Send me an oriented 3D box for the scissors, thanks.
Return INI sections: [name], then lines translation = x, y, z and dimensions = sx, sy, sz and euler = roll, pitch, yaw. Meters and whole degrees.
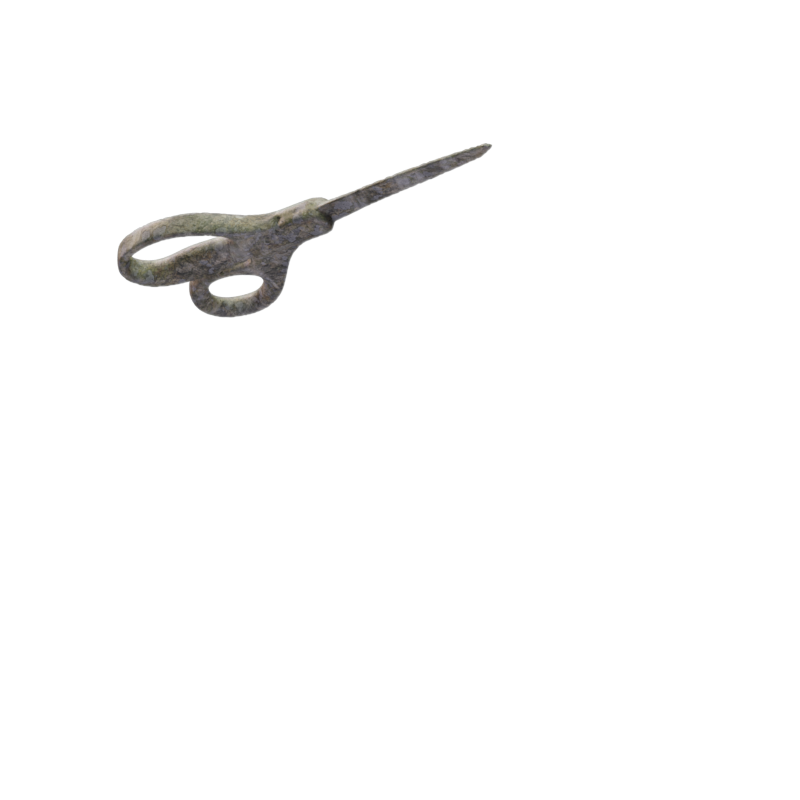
[scissors]
translation = -0.043, -0.079, 0.554
dimensions = 0.204, 0.017, 0.089
euler = -9, -28, 17
